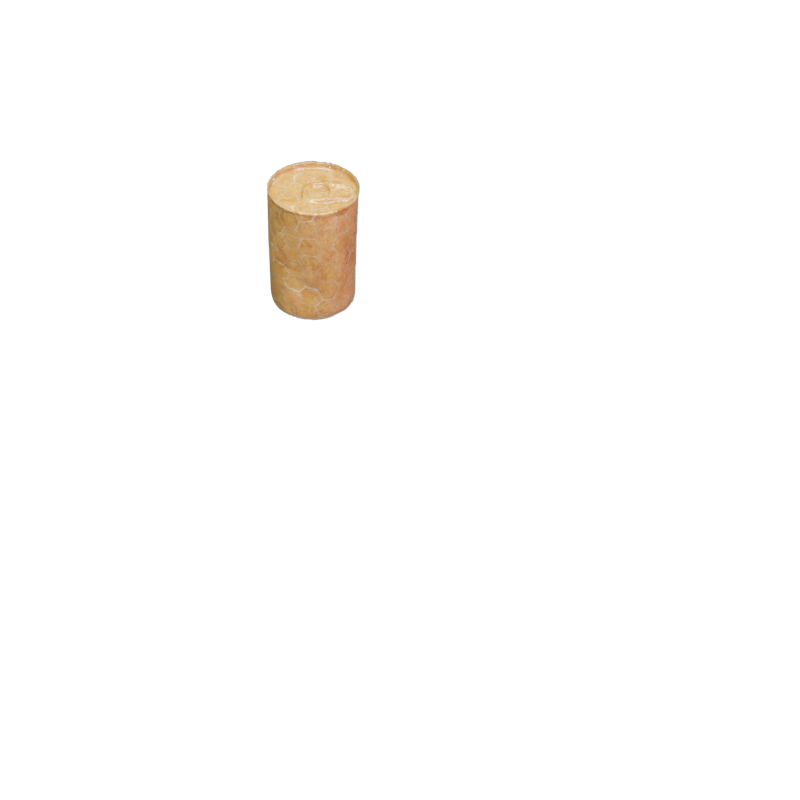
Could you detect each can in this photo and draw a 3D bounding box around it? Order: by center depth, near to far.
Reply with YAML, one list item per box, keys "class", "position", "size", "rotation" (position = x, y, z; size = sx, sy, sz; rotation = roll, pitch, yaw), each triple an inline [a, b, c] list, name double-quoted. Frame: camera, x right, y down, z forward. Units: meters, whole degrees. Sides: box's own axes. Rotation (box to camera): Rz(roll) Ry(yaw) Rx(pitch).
- class: "can"
  position: [-0.066, -0.120, 0.838]
  size: [0.068, 0.095, 0.073]
  rotation: [0, 41, -3]
